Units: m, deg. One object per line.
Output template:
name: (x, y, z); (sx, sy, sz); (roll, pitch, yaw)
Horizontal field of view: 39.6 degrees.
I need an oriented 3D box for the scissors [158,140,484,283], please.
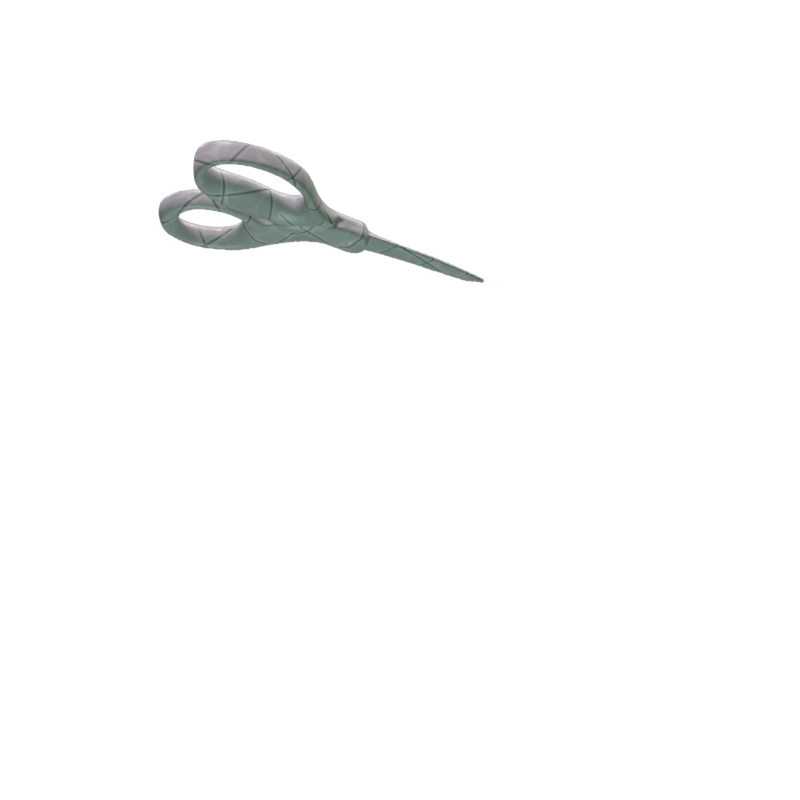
scissors: (-0.048, -0.087, 0.611); (0.097, 0.017, 0.188); (-17, -29, 35)
